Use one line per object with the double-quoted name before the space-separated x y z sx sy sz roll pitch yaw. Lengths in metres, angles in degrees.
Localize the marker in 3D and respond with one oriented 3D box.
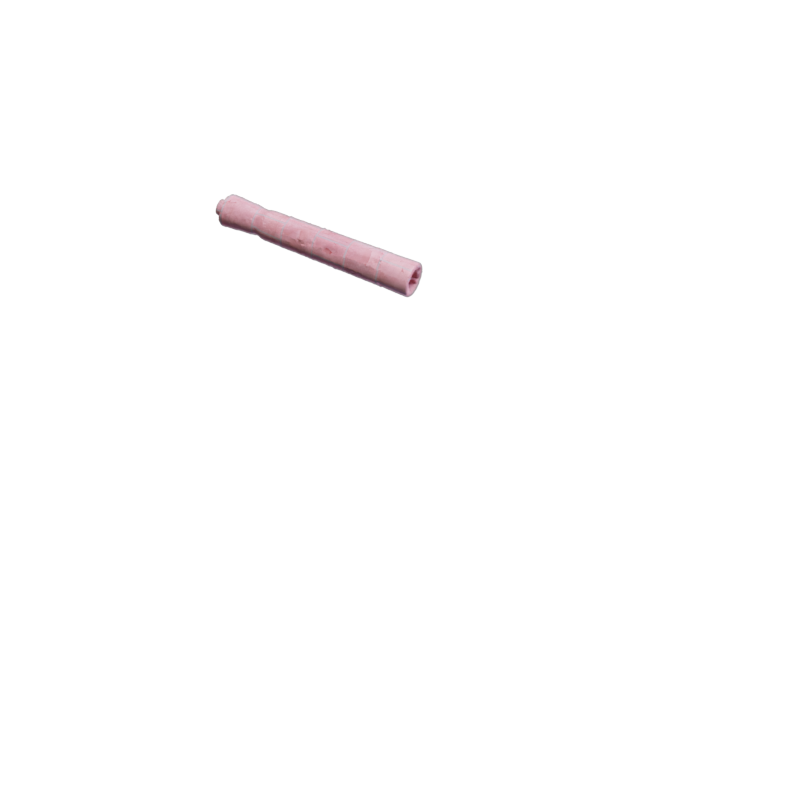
"marker" -0.046 -0.084 0.587 0.127 0.019 0.019 23 13 23
